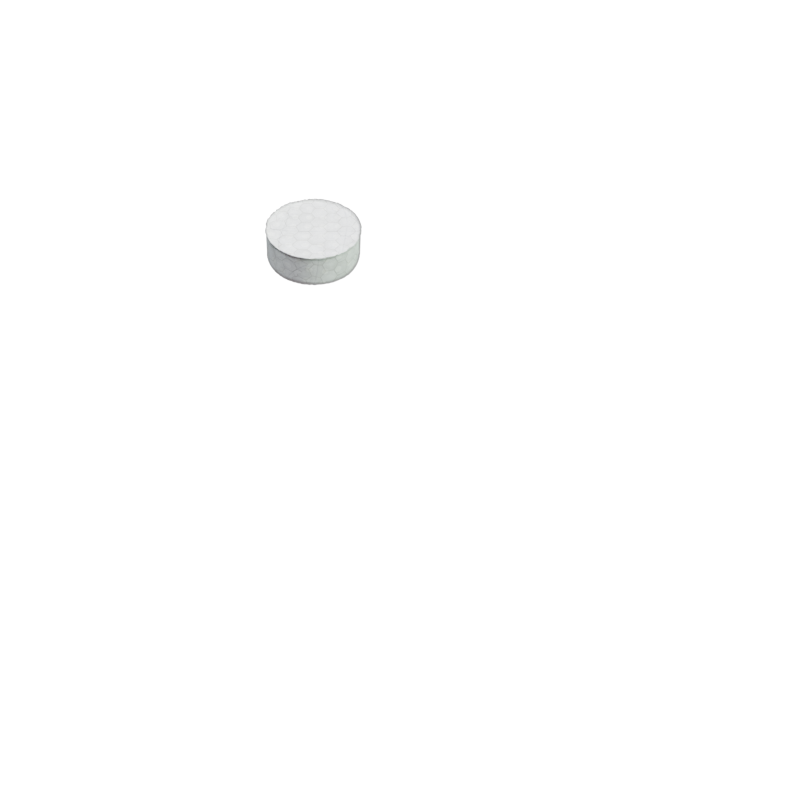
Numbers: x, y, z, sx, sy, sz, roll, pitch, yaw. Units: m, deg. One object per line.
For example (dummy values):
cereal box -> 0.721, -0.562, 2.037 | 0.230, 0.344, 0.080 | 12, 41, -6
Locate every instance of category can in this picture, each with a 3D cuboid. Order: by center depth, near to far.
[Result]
can -> -0.078, -0.142, 0.997 | 0.086, 0.031, 0.092 | -1, 43, -2
